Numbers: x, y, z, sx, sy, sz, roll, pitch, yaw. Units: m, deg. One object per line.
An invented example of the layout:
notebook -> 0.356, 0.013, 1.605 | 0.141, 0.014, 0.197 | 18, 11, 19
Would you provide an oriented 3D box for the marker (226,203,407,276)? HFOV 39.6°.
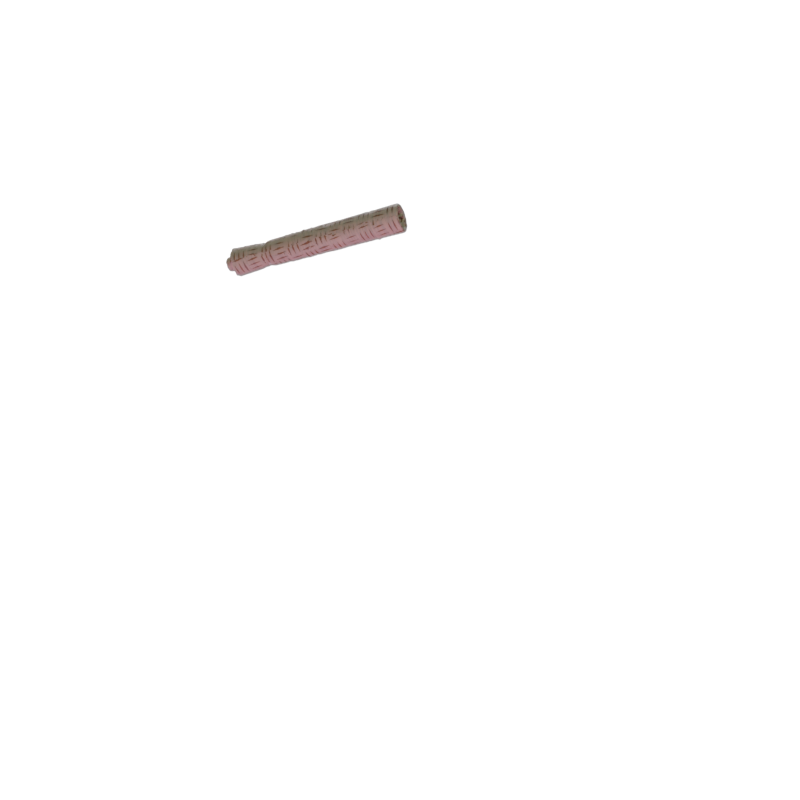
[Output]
marker -> -0.055, -0.101, 0.705 | 0.122, 0.020, 0.019 | -12, 0, 19
